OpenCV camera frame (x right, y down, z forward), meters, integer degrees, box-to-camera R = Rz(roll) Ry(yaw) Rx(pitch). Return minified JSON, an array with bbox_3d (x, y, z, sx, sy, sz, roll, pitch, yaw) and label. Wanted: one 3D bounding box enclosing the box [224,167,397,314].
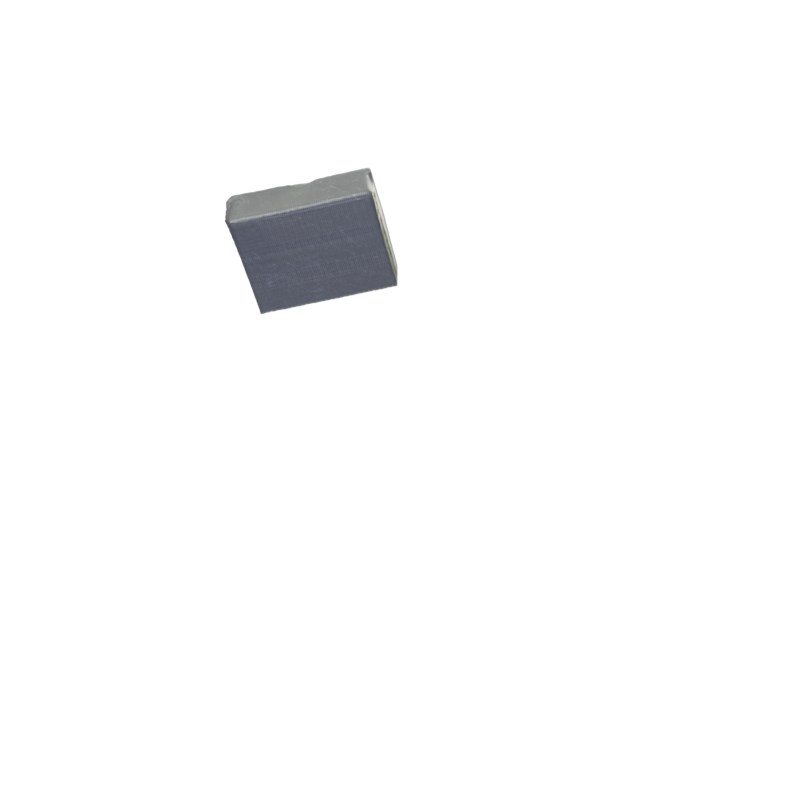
[{"bbox_3d":[-0.052,-0.095,0.663,0.090,0.068,0.032,-10,41,9],"label":"box"}]
